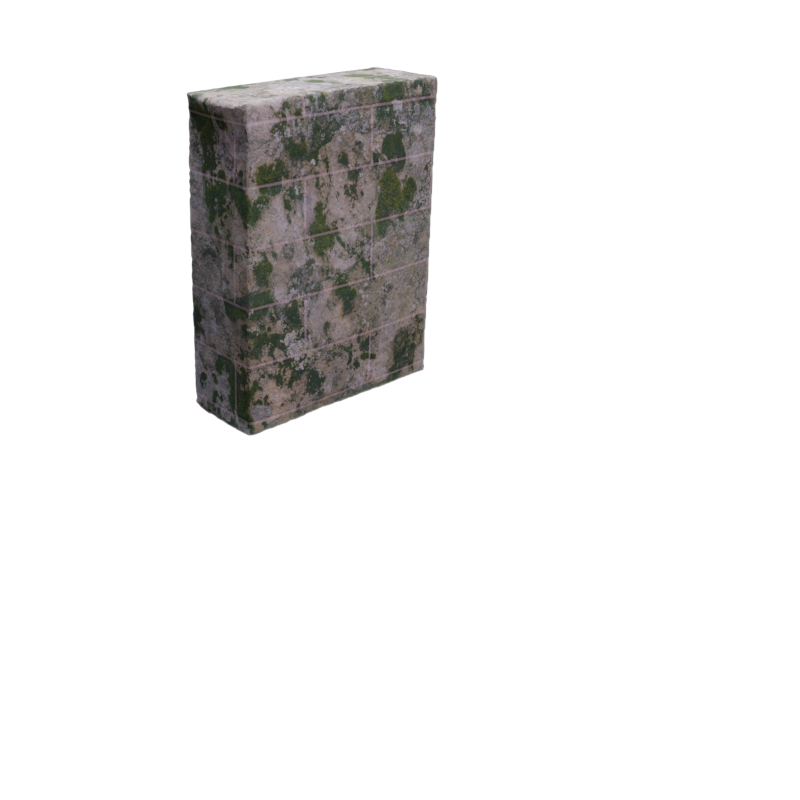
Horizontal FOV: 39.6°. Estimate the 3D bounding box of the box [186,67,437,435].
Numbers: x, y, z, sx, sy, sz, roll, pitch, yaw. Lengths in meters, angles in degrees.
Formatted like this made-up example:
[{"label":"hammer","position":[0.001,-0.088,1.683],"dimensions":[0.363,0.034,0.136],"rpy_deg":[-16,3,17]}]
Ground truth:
[{"label":"box","position":[-0.058,-0.105,0.737],"dimensions":[0.161,0.205,0.076],"rpy_deg":[-18,26,-41]}]
